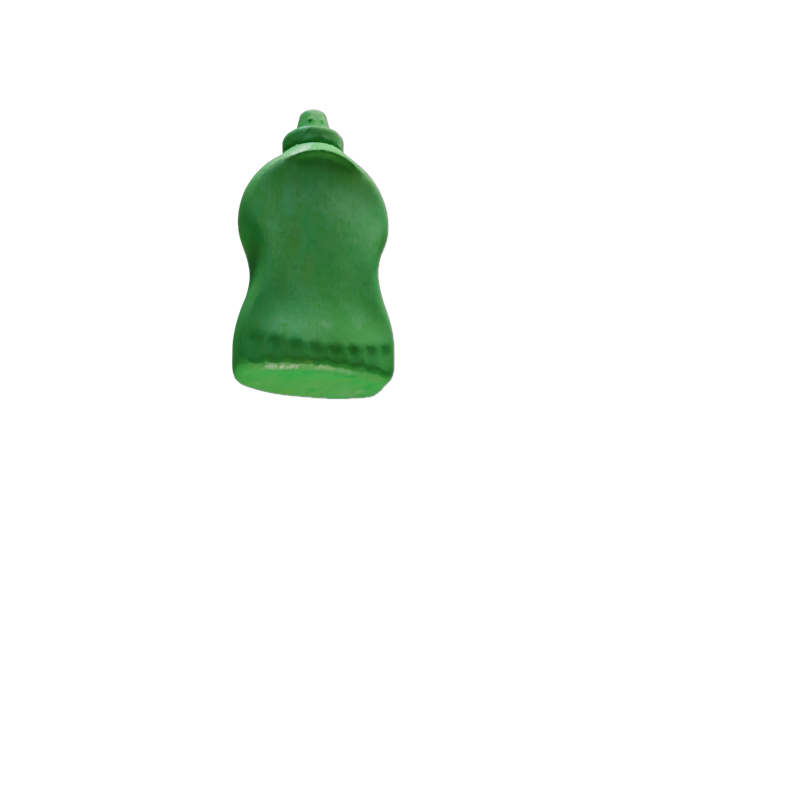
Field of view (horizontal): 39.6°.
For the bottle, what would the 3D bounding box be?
[{"bbox_3d":[-0.055,-0.100,0.701,0.094,0.203,0.056,5,-26,-14],"label":"bottle"}]
